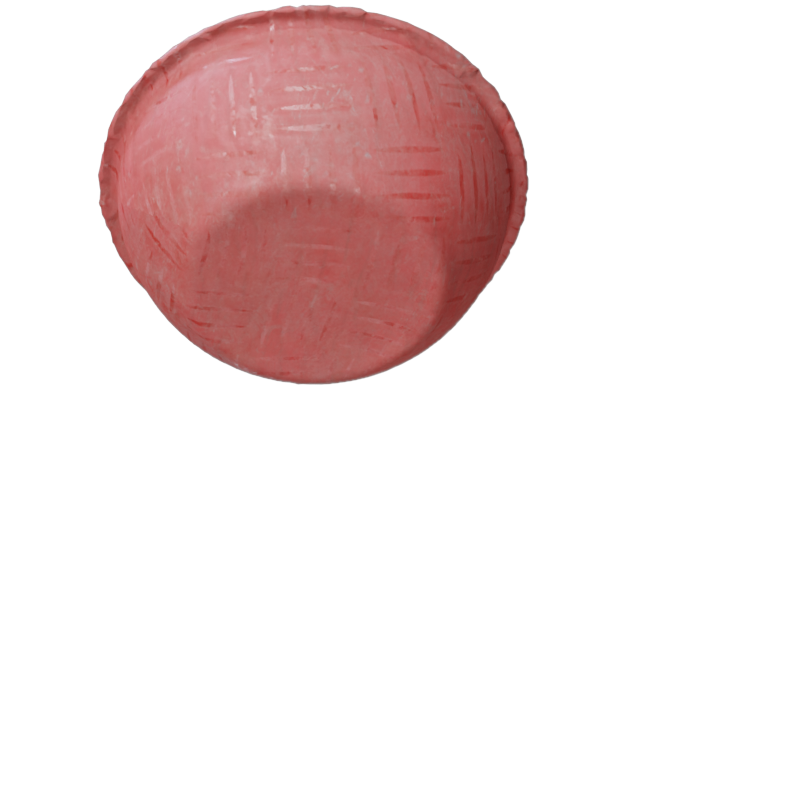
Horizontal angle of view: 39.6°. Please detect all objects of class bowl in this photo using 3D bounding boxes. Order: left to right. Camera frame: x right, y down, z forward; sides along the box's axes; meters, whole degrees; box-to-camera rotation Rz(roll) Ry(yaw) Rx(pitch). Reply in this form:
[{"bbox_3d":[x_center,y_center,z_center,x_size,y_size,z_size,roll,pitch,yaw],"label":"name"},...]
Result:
[{"bbox_3d":[-0.031,-0.057,0.399,0.162,0.151,0.059,1,41,-1],"label":"bowl"}]
